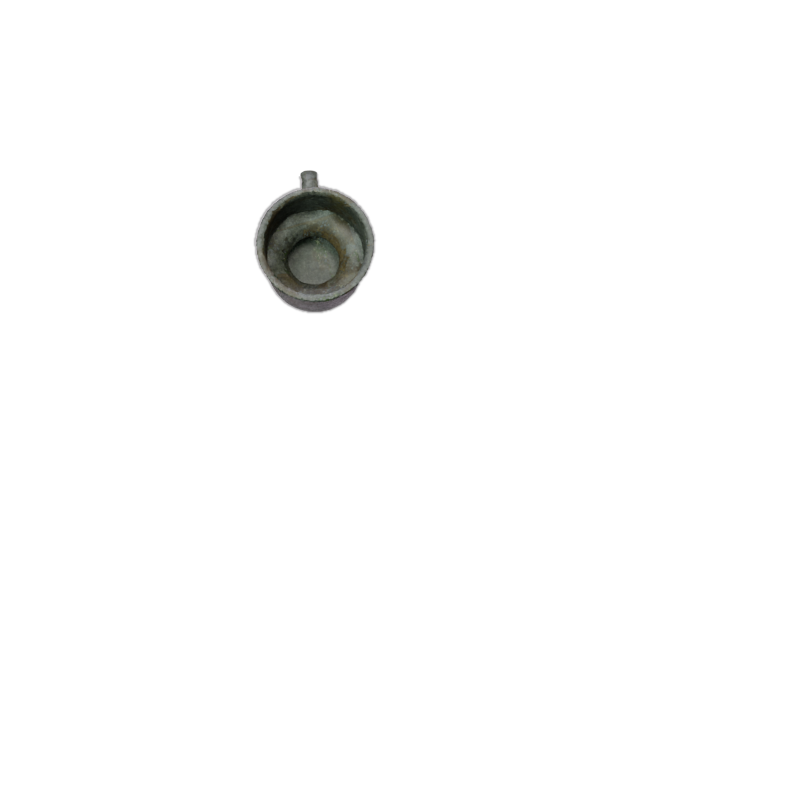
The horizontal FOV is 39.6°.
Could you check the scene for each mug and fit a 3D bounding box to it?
[{"bbox_3d":[-0.071,-0.129,0.907,0.093,0.121,0.079,-7,-12,-3],"label":"mug"}]
